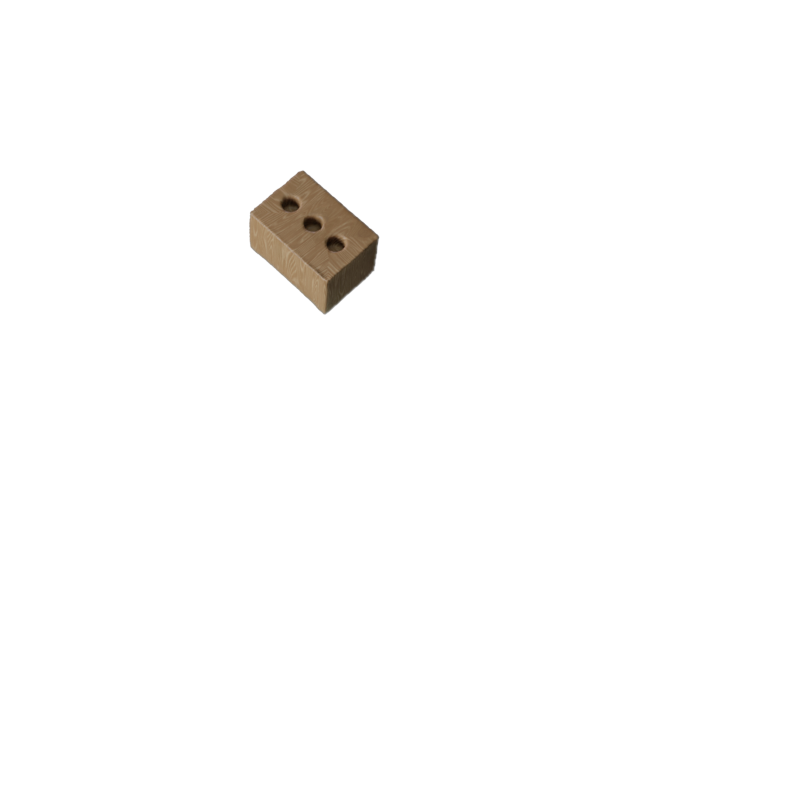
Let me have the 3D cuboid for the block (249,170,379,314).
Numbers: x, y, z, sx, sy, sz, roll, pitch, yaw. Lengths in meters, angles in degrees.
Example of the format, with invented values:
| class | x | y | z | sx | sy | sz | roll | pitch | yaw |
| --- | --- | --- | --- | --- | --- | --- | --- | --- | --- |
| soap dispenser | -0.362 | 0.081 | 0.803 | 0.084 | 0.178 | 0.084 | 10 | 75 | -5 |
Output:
| class | x | y | z | sx | sy | sz | roll | pitch | yaw |
| --- | --- | --- | --- | --- | --- | --- | --- | --- | --- |
| block | -0.060 | -0.110 | 0.768 | 0.053 | 0.082 | 0.048 | -42 | -19 | -20 |
